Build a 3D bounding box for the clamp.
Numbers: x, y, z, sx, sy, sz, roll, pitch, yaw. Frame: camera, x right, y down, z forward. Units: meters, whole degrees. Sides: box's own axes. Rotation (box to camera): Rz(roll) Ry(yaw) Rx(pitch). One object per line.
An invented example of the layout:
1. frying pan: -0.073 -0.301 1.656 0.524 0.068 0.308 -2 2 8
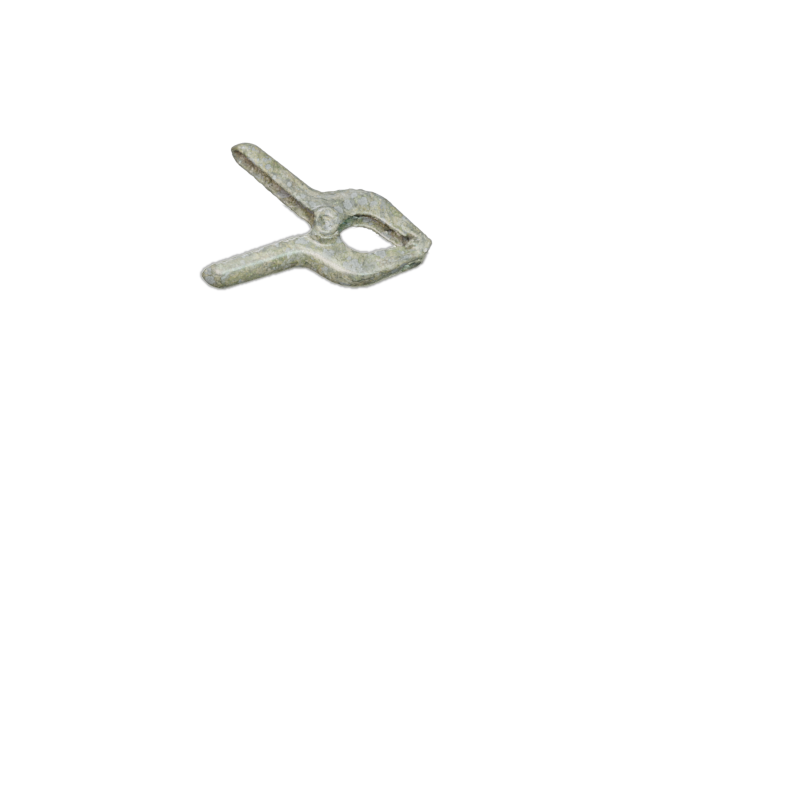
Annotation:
1. clamp: -0.066 -0.120 0.842 0.173 0.124 0.038 18 -16 5
